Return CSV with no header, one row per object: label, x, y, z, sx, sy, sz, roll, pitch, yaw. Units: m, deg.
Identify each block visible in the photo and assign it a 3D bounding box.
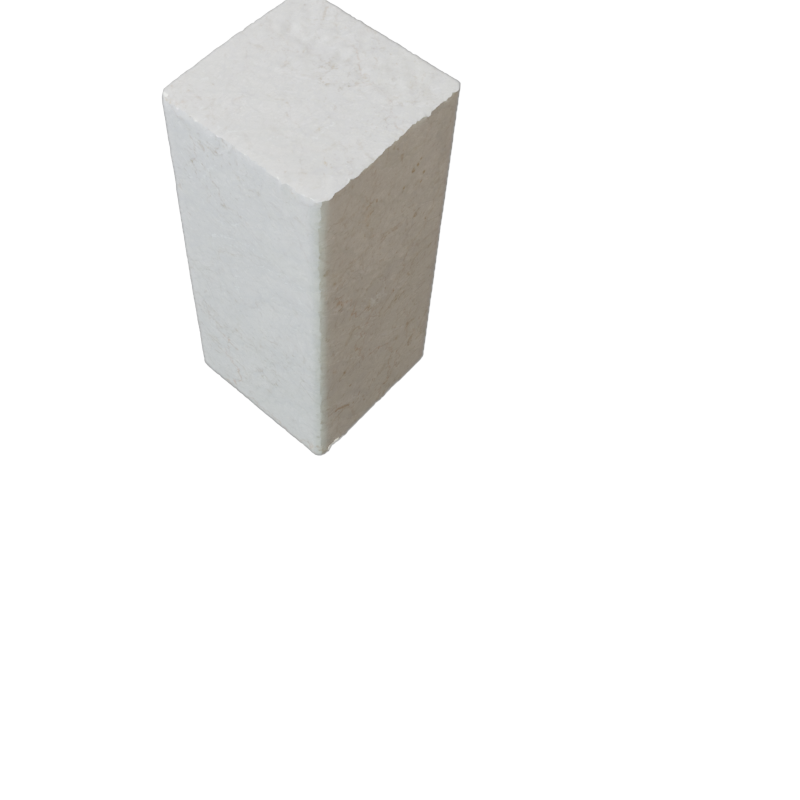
block,-0.042,-0.075,0.525,0.095,0.091,0.193,38,-27,18
